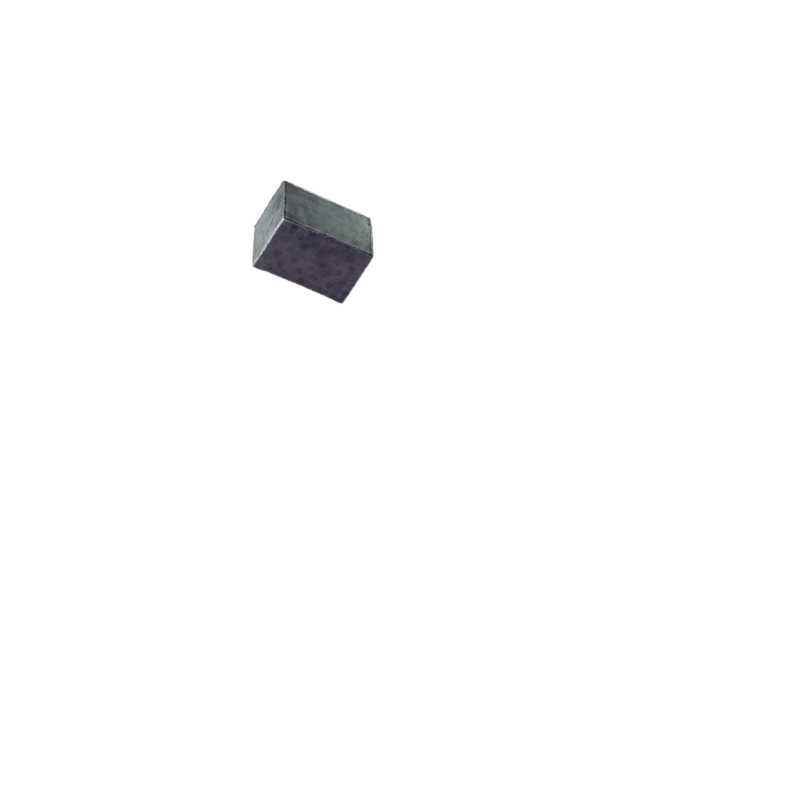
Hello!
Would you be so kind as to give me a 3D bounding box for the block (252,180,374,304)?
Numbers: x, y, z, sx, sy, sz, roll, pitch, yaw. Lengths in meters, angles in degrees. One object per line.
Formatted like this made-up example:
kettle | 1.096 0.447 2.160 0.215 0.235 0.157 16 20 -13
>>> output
block | -0.065 -0.119 0.835 0.075 0.051 0.055 23 35 -19
